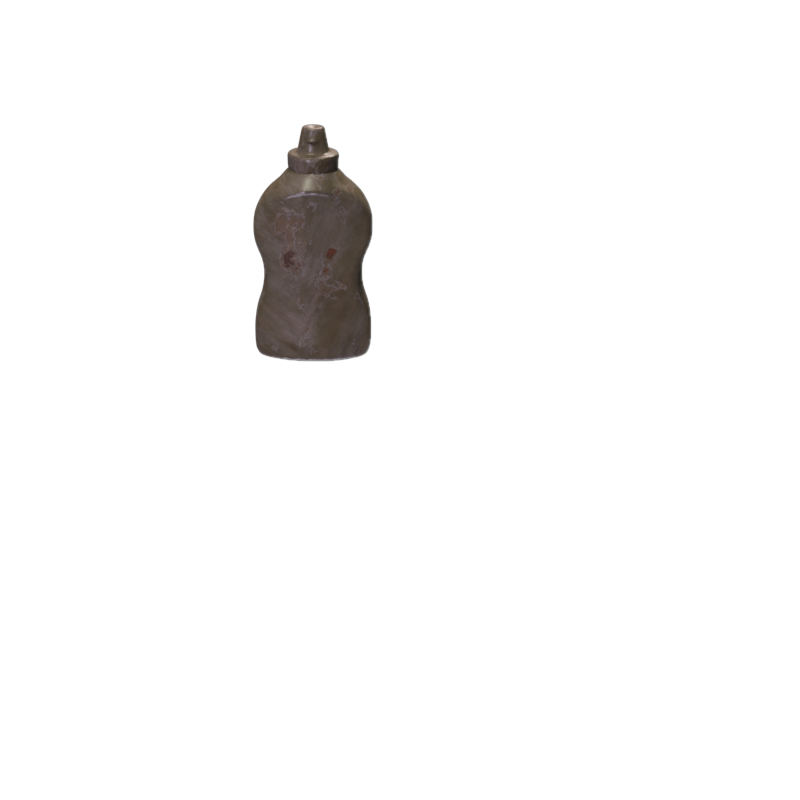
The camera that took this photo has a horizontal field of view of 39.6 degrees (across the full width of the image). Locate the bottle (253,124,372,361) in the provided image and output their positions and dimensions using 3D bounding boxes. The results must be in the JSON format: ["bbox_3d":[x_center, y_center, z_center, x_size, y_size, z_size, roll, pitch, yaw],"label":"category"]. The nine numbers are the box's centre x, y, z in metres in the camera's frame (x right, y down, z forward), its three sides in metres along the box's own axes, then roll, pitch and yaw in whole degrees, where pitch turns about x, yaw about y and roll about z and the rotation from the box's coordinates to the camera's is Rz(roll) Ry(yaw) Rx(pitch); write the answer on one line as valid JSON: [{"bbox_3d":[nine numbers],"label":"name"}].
[{"bbox_3d":[-0.070,-0.128,0.899,0.096,0.183,0.061,2,20,2],"label":"bottle"}]
